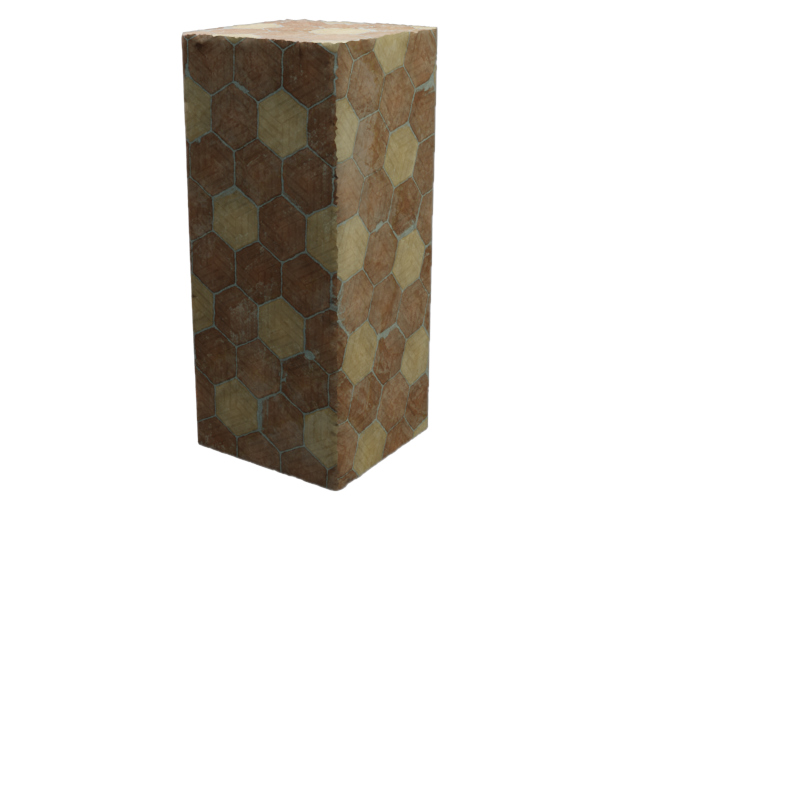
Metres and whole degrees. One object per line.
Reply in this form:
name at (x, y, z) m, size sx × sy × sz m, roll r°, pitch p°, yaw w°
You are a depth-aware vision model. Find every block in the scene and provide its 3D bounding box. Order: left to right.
block at (-0.043, -0.077, 0.541) m, size 0.095 × 0.198 × 0.089 m, roll 13°, pitch 21°, yaw 31°
